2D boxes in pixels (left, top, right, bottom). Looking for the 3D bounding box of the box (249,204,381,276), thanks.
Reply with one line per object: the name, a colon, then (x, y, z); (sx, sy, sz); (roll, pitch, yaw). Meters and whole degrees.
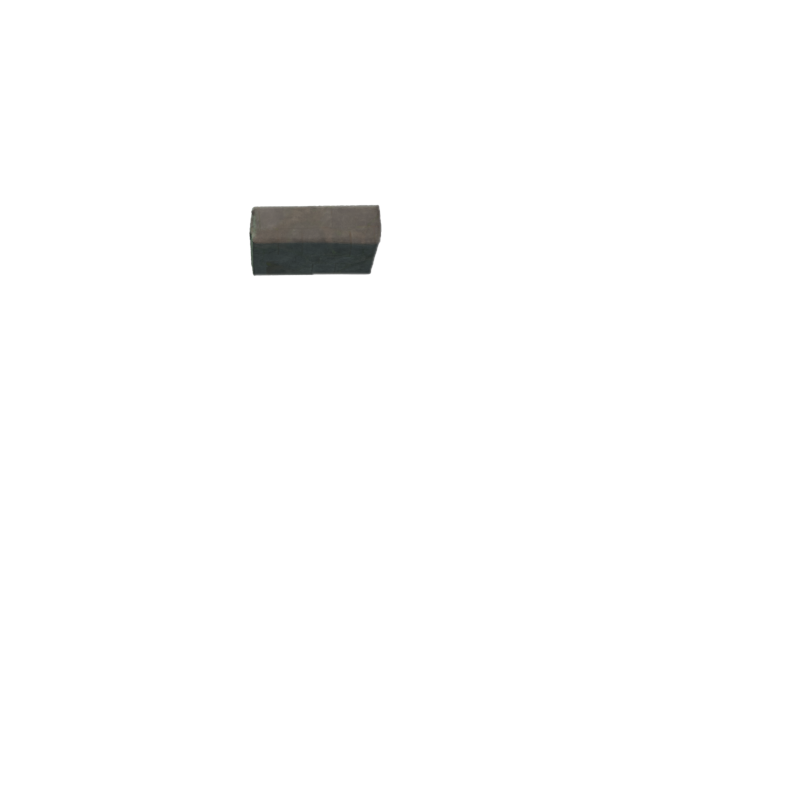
box: (-0.077, -0.141, 0.985); (0.113, 0.040, 0.087); (1, -13, -5)
